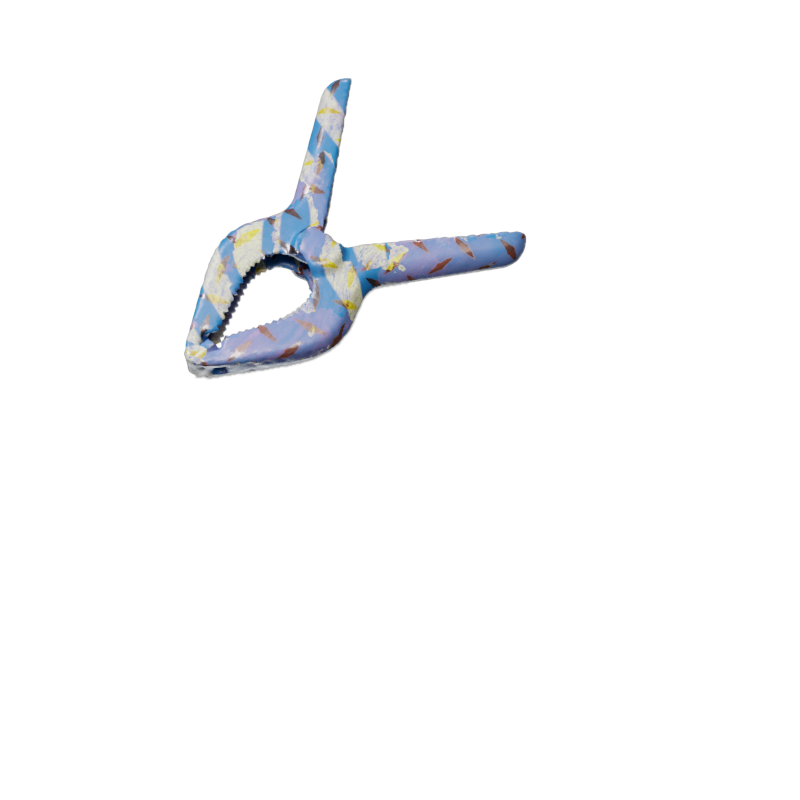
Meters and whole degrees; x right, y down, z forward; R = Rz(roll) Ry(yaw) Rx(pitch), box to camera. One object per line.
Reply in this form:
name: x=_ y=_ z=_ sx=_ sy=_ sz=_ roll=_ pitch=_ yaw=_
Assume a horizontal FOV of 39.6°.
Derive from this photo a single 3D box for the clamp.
clamp: x=-0.053 y=-0.096 z=0.672 sx=0.211 sy=0.173 sz=0.034 roll=-35 pitch=-19 yaw=-14
